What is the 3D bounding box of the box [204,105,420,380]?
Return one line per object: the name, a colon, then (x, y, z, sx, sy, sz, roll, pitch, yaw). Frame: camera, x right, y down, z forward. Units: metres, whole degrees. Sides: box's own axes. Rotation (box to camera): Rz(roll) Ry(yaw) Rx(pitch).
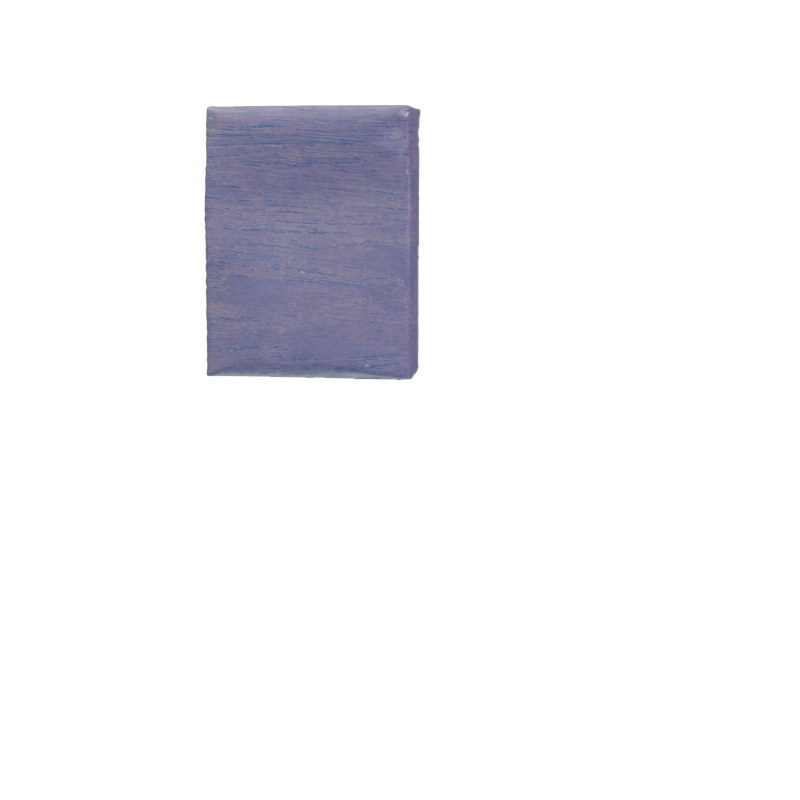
box: (-0.069, -0.125, 0.877, 0.166, 0.212, 0.072, 1, 5, 10)
